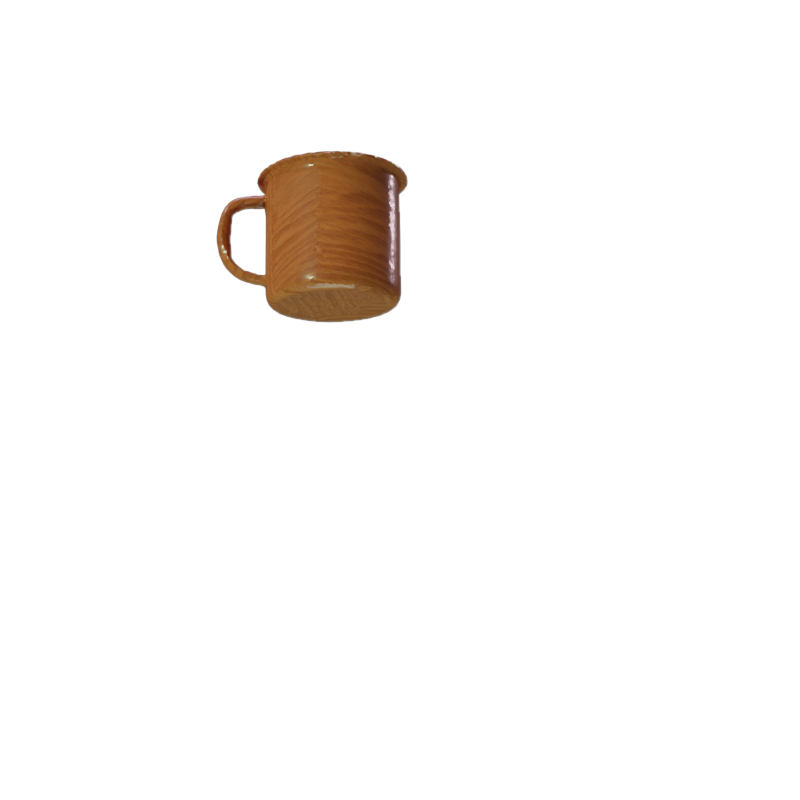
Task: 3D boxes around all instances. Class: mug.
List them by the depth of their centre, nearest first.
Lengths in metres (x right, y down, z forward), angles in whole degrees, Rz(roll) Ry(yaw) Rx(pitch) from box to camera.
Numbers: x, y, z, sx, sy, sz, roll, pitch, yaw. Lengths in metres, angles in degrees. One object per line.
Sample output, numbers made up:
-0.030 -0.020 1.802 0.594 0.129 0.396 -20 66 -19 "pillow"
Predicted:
-0.053 -0.096 0.673 0.116 0.085 0.090 1 -15 -8 "mug"
